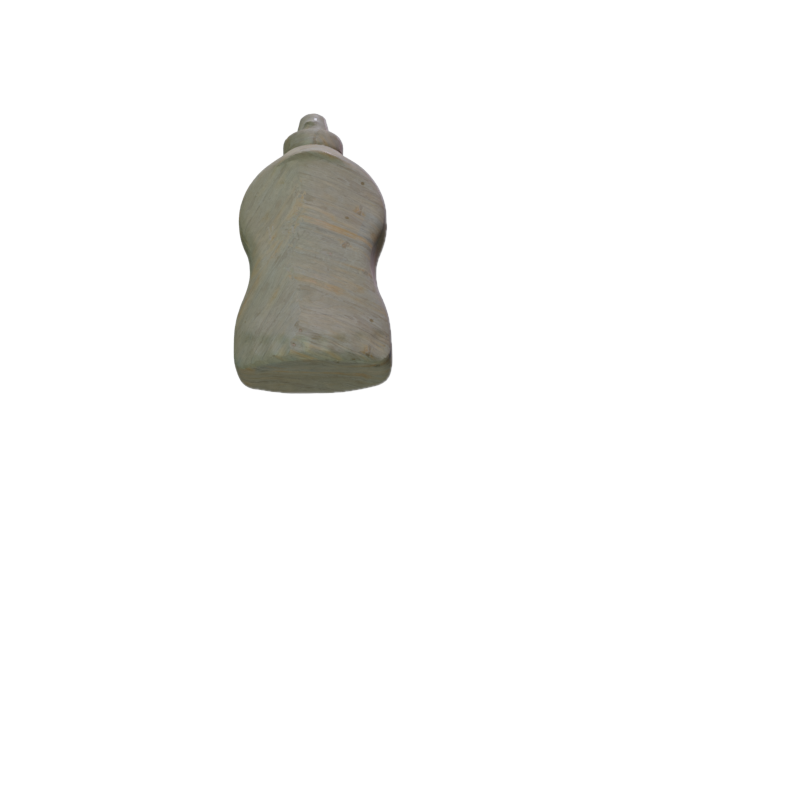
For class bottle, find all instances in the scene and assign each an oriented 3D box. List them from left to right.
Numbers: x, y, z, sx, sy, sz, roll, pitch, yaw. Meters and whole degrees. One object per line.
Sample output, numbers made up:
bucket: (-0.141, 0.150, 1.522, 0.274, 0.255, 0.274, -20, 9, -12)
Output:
bottle: (-0.056, -0.102, 0.716, 0.096, 0.204, 0.055, -4, -28, 3)
